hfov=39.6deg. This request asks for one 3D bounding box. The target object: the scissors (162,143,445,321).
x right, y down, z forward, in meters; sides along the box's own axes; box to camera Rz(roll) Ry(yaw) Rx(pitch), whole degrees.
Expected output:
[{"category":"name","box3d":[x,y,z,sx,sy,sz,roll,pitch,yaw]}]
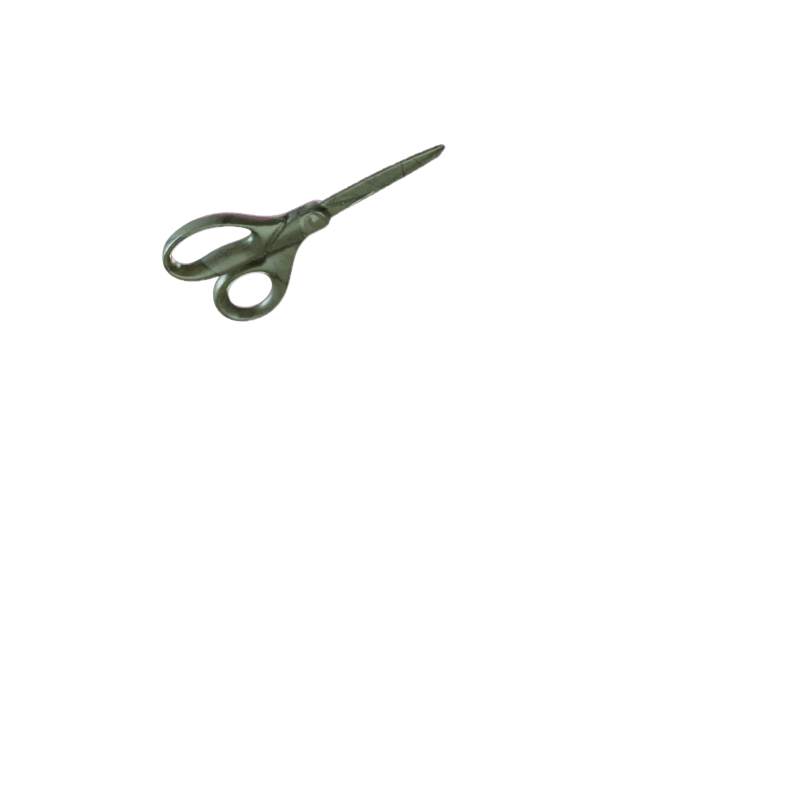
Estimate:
[{"category":"scissors","box3d":[-0.057,-0.105,0.734,0.203,0.089,0.017,-13,39,11]}]
